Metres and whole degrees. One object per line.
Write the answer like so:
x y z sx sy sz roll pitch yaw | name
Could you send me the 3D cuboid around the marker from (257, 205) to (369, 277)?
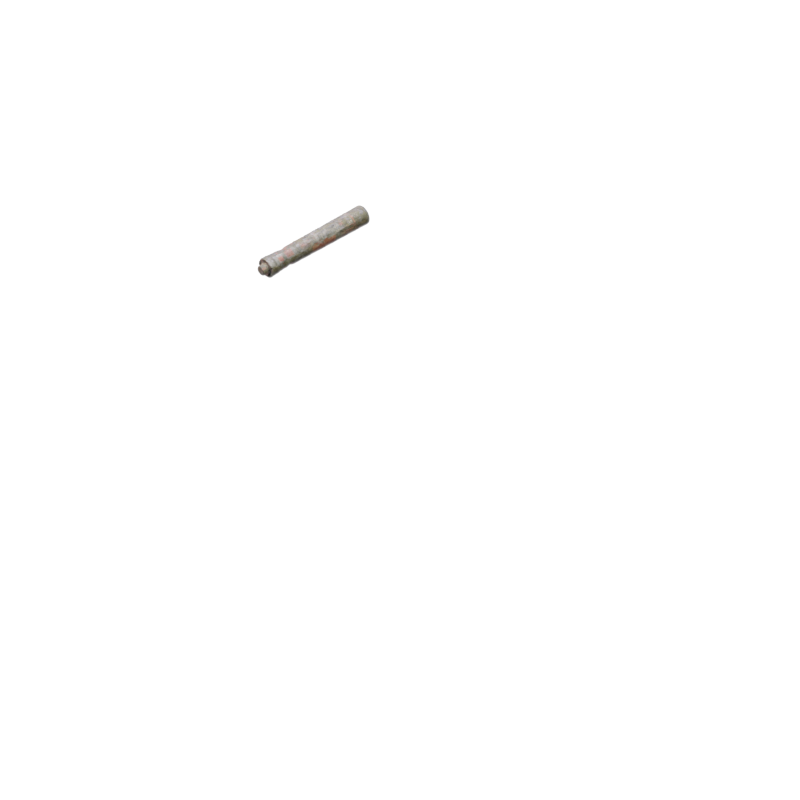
-0.078 -0.141 0.990 0.121 0.019 0.021 -34 22 -30 | marker
